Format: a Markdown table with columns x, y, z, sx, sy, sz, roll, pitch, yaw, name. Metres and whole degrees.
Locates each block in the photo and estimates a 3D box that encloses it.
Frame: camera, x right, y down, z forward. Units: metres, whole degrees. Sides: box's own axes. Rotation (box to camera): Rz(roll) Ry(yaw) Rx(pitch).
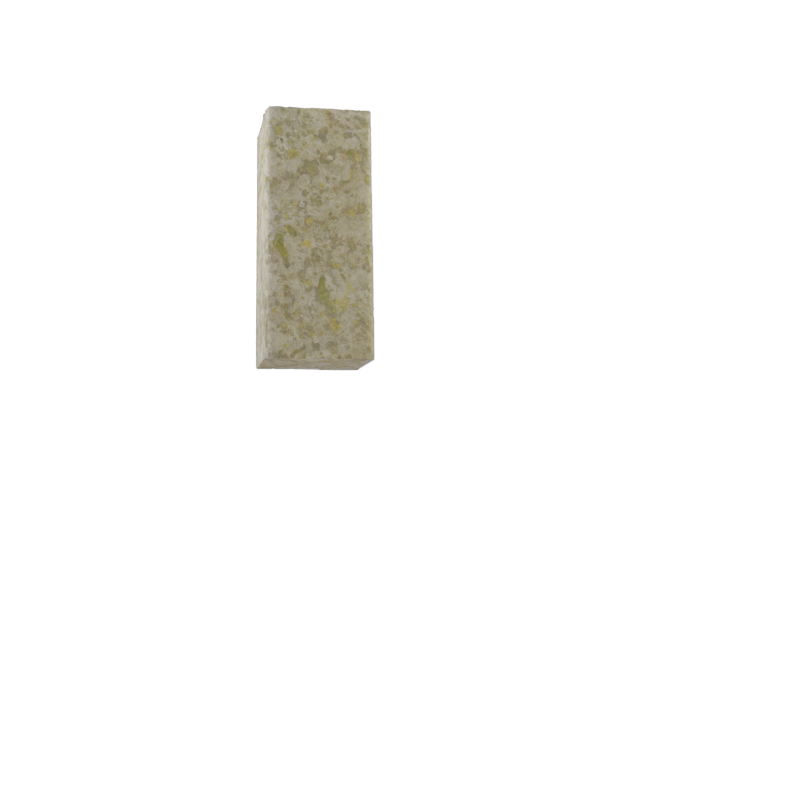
| x | y | z | sx | sy | sz | roll | pitch | yaw | name |
| --- | --- | --- | --- | --- | --- | --- | --- | --- | --- |
| -0.074 | -0.133 | 0.931 | 0.089 | 0.212 | 0.089 | 1 | -11 | -10 | block |
